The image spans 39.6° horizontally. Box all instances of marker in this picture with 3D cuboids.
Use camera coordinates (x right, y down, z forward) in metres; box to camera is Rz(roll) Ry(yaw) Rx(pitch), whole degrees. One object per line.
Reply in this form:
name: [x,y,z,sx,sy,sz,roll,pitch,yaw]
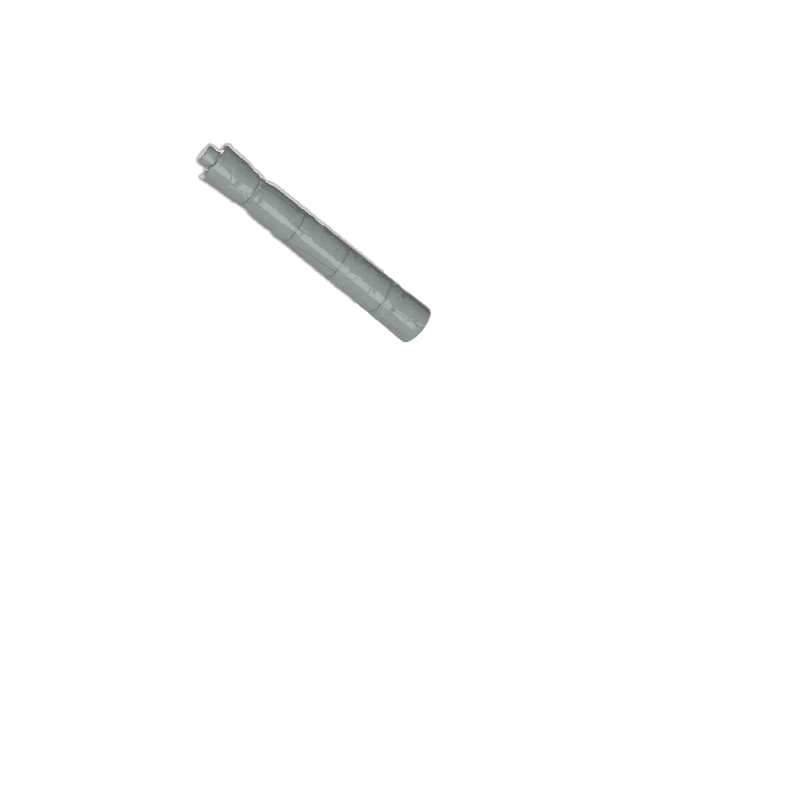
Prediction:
marker: [-0.037,-0.068,0.474,0.117,0.020,0.020,38,-8,-13]
